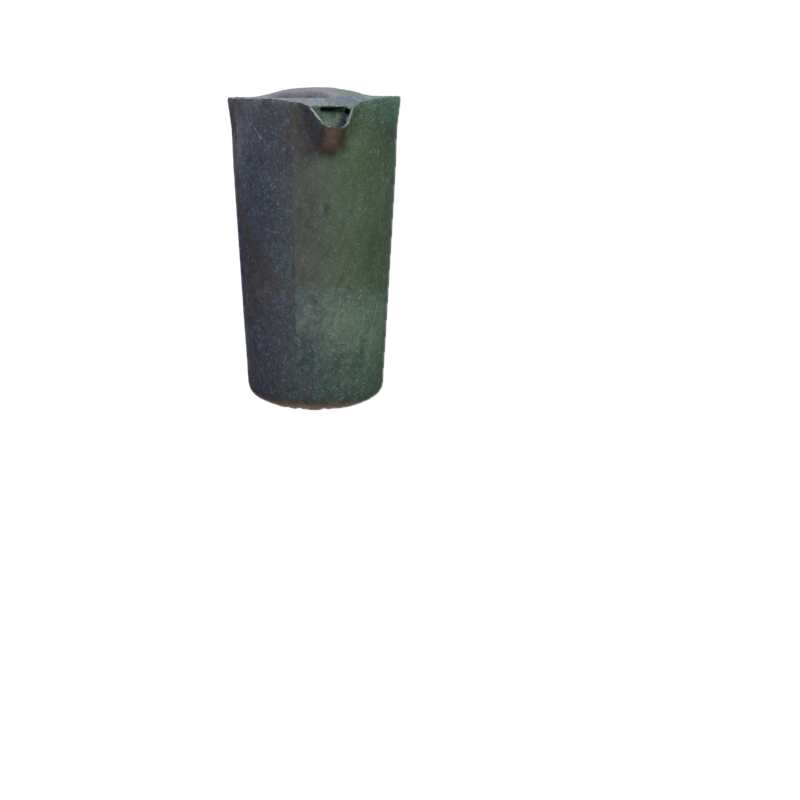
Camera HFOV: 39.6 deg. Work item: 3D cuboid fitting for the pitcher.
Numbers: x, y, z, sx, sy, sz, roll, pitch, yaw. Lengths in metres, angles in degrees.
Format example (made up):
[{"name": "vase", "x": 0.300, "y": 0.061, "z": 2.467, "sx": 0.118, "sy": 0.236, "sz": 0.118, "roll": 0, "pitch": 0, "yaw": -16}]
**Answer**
[{"name": "pitcher", "x": -0.069, "y": -0.126, "z": 0.880, "sx": 0.151, "sy": 0.237, "sz": 0.147, "roll": 7, "pitch": 13, "yaw": 30}]
